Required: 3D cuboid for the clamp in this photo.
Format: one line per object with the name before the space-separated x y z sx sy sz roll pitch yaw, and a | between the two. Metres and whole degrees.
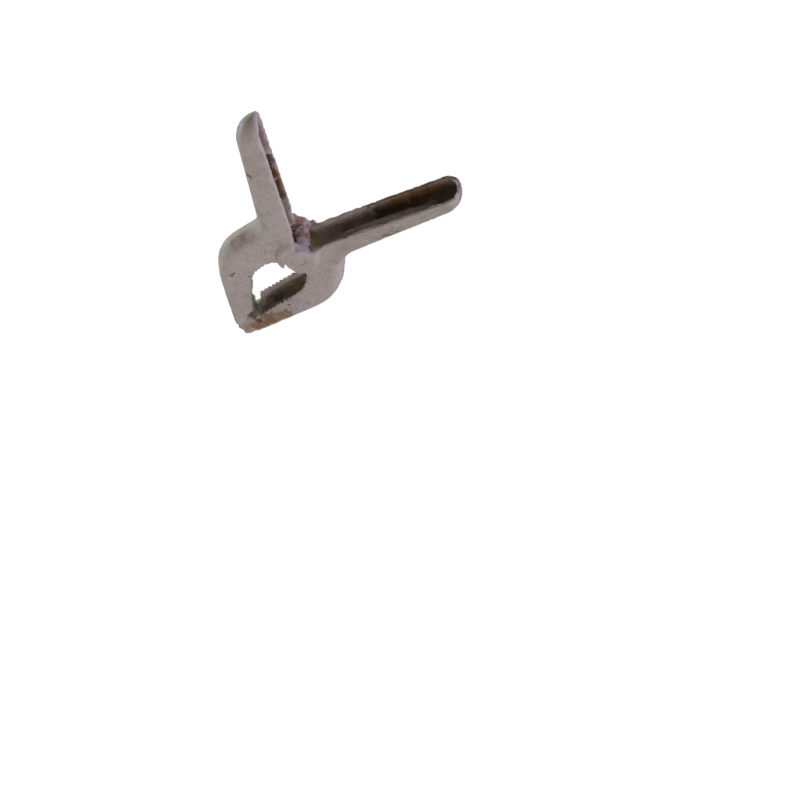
clamp | -0.063 -0.115 0.802 0.160 0.039 0.201 12 -38 -17
